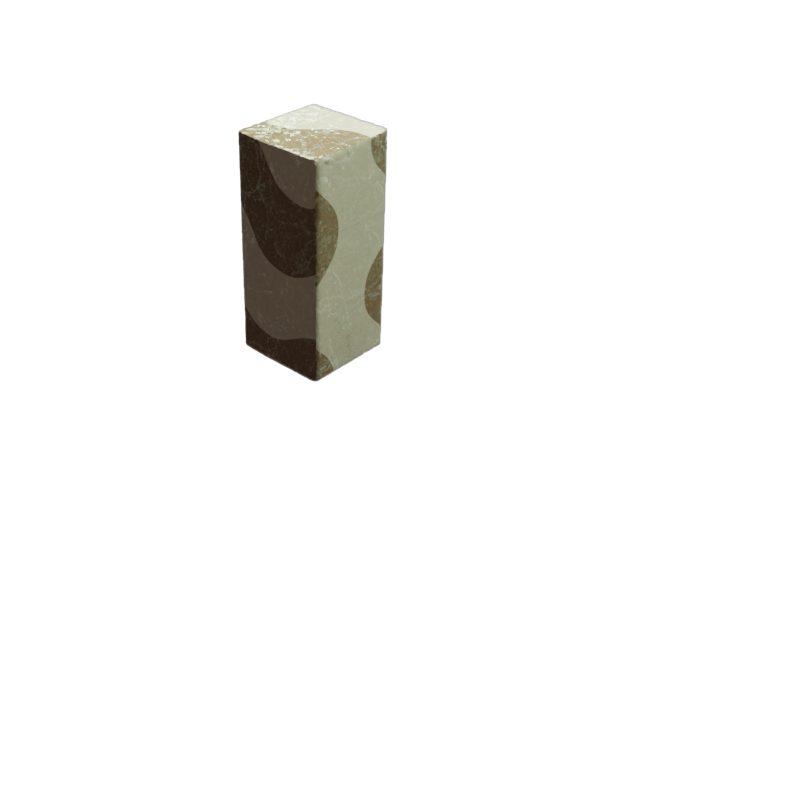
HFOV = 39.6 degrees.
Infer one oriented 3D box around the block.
[{"bbox_3d":[-0.074,-0.135,0.945,0.096,0.194,0.090,26,38,35],"label":"block"}]
